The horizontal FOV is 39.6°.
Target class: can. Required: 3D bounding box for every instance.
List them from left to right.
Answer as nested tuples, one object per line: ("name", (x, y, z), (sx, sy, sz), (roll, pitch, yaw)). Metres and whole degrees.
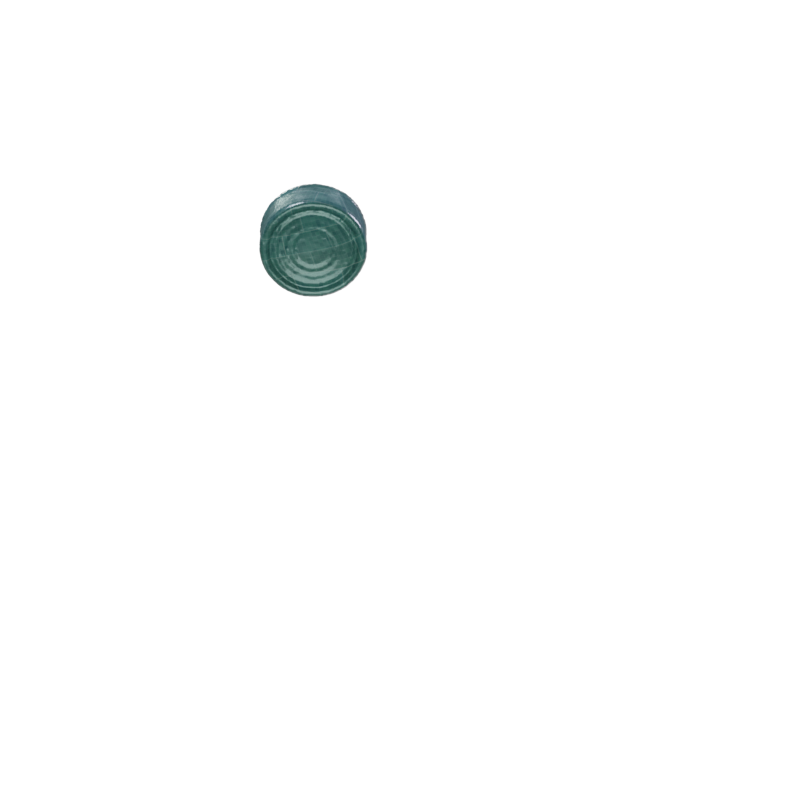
("can", (-0.069, -0.125, 0.877), (0.086, 0.081, 0.036), (1, 29, -1))
